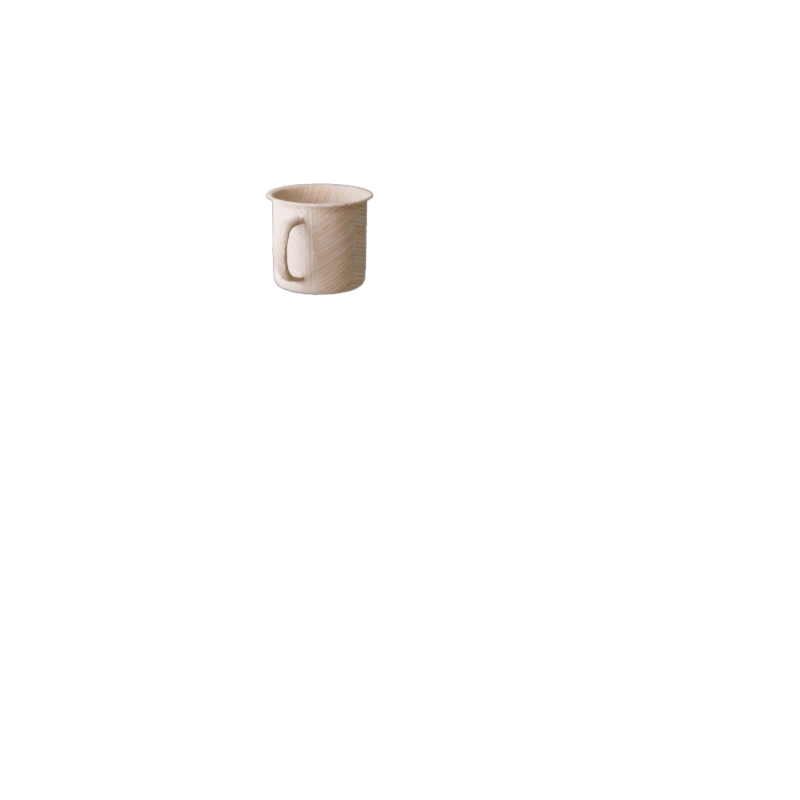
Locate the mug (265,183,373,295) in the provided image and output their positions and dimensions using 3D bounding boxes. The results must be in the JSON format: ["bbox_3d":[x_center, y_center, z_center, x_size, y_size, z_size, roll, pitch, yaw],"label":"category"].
[{"bbox_3d":[-0.075,-0.137,0.956,0.097,0.078,0.118,8,21,22],"label":"mug"}]
